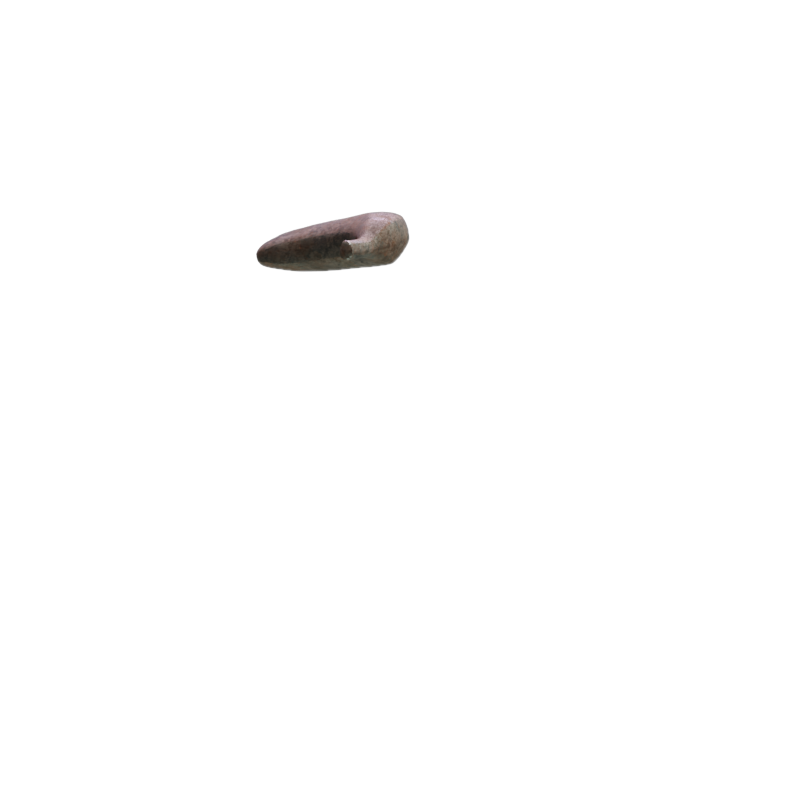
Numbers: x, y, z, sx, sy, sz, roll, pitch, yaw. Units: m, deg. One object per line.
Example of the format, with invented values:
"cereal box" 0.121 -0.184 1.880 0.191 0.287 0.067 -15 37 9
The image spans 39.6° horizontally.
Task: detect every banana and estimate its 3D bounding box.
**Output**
"banana" -0.042 -0.111 0.776 0.068 0.037 0.203 -1 4 -22
